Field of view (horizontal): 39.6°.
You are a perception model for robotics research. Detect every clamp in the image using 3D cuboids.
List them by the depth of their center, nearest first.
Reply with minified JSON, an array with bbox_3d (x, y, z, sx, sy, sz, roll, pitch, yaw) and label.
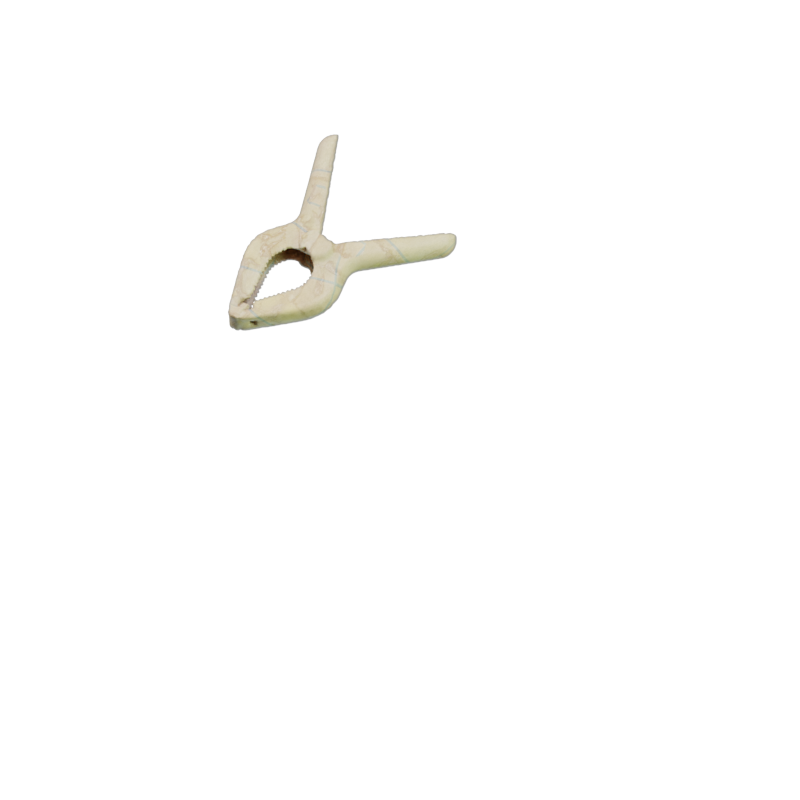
[{"bbox_3d":[-0.078,-0.142,0.995,0.211,0.174,0.034,-35,-23,-17],"label":"clamp"}]
